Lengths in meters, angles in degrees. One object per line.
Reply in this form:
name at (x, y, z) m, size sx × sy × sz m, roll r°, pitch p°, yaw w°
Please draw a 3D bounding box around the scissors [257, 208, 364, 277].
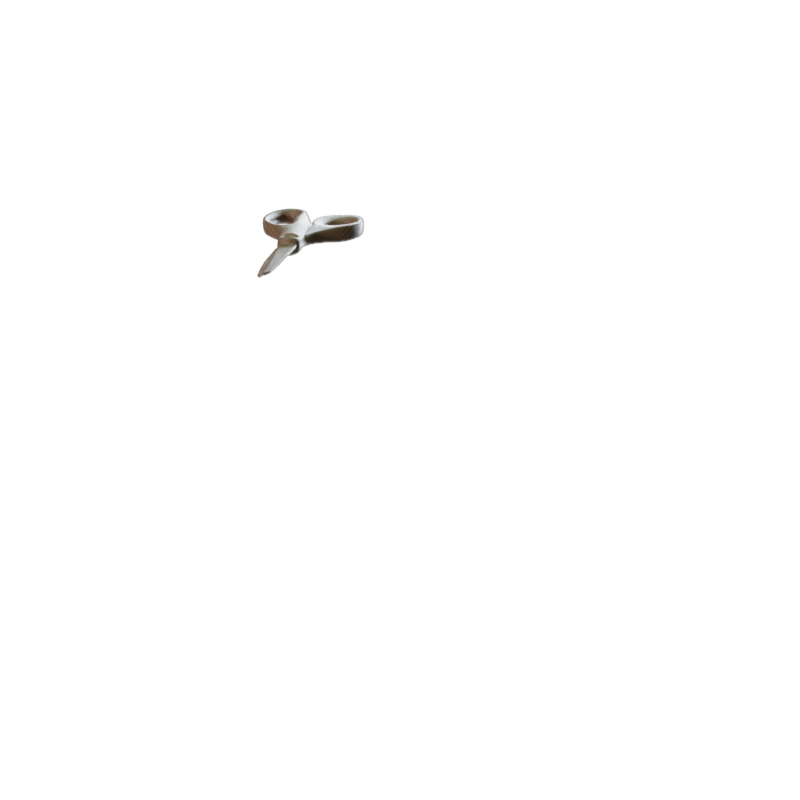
scissors at (-0.070, -0.128, 0.896) m, size 0.095 × 0.015 × 0.212 m, roll -3°, pitch 21°, yaw -7°
